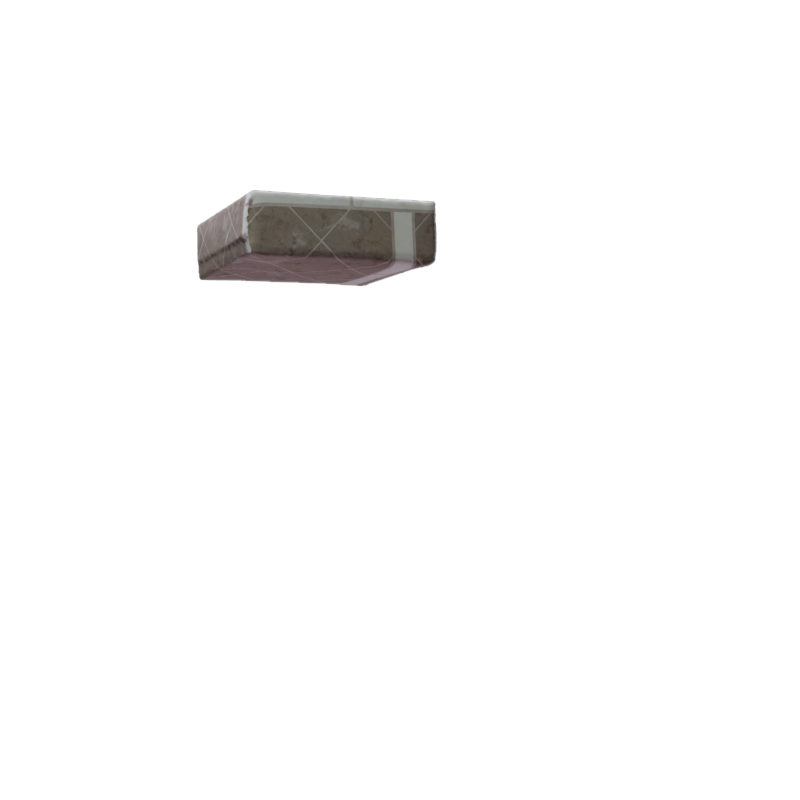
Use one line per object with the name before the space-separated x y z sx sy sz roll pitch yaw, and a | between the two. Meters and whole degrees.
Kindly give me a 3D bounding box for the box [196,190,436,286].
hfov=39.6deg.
box | -0.049 -0.089 0.626 0.110 0.040 0.091 2 -4 -26
